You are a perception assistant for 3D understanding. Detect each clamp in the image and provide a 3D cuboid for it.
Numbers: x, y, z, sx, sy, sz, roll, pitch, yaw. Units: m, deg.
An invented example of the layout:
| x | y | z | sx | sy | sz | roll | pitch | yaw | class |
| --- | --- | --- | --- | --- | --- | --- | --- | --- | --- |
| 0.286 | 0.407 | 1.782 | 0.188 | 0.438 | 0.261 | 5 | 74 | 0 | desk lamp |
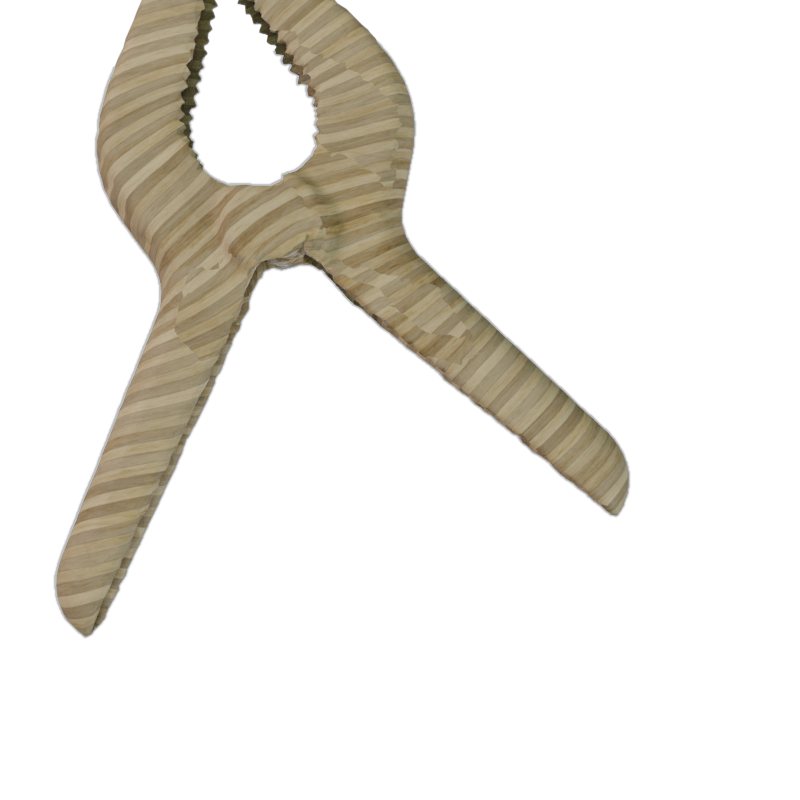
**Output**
| x | y | z | sx | sy | sz | roll | pitch | yaw | class |
| --- | --- | --- | --- | --- | --- | --- | --- | --- | --- |
| -0.026 | -0.047 | 0.328 | 0.164 | 0.214 | 0.036 | -6 | -8 | -1 | clamp |
